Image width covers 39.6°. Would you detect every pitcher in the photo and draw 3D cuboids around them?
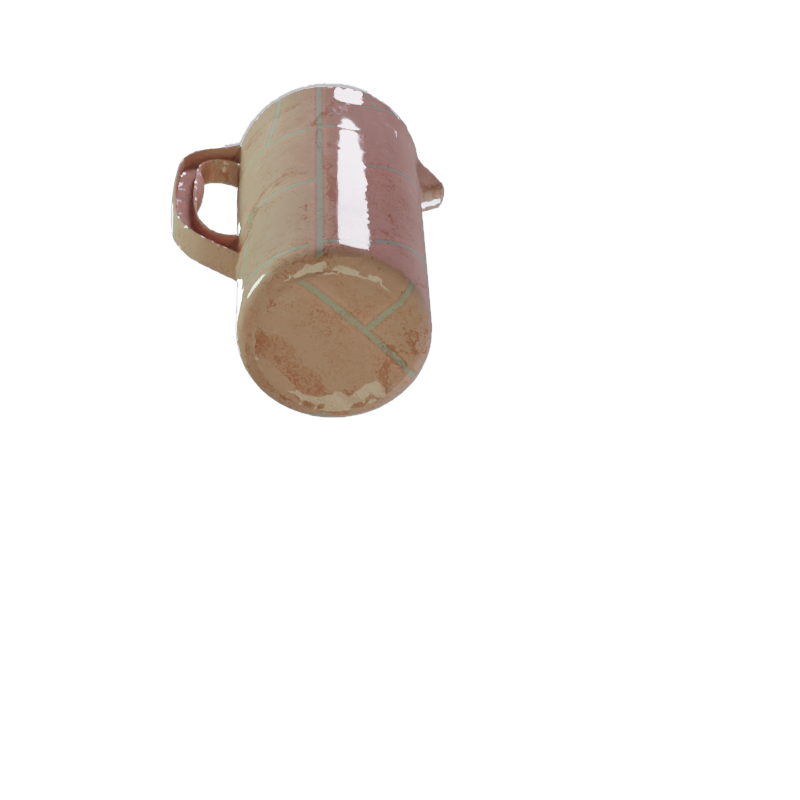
[{"bbox_3d":[-0.055,-0.101,0.704,0.149,0.137,0.258,-31,28,15],"label":"pitcher"}]
